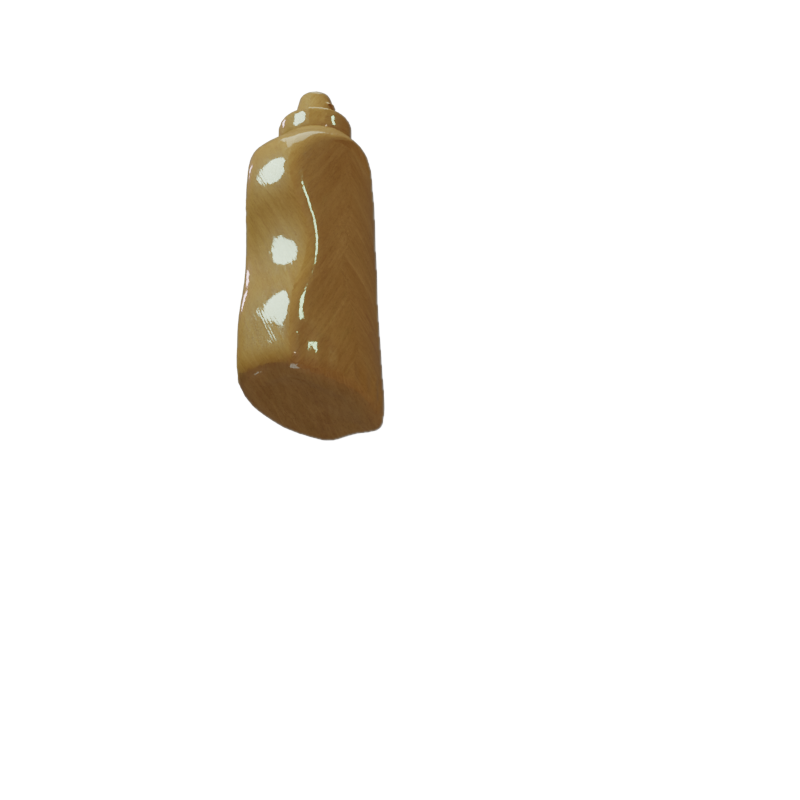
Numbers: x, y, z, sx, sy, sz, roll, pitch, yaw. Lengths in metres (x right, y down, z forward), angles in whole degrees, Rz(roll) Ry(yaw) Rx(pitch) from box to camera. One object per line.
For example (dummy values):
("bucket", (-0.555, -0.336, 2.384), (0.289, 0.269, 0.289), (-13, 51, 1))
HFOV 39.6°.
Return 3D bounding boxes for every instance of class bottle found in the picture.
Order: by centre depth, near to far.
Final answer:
("bottle", (-0.045, -0.083, 0.584), (0.059, 0.204, 0.089), (-17, -33, 24))
